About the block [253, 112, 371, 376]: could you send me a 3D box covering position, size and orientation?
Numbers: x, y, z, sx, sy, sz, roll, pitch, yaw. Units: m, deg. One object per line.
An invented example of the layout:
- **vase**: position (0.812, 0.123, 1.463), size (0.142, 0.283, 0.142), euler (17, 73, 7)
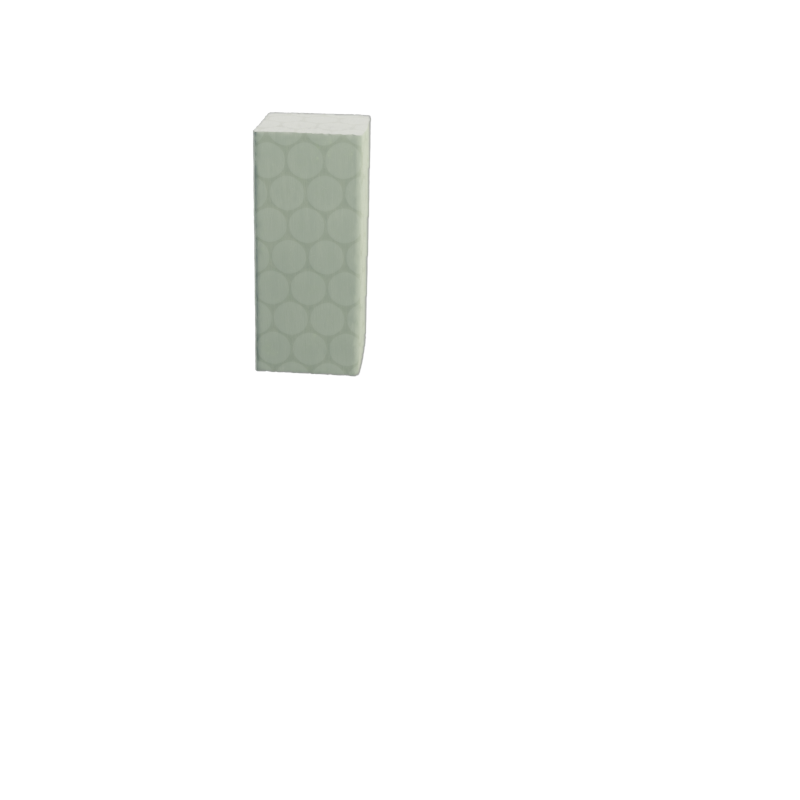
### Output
- **block**: position (-0.074, -0.135, 0.944), size (0.091, 0.198, 0.093), euler (3, 19, 4)
